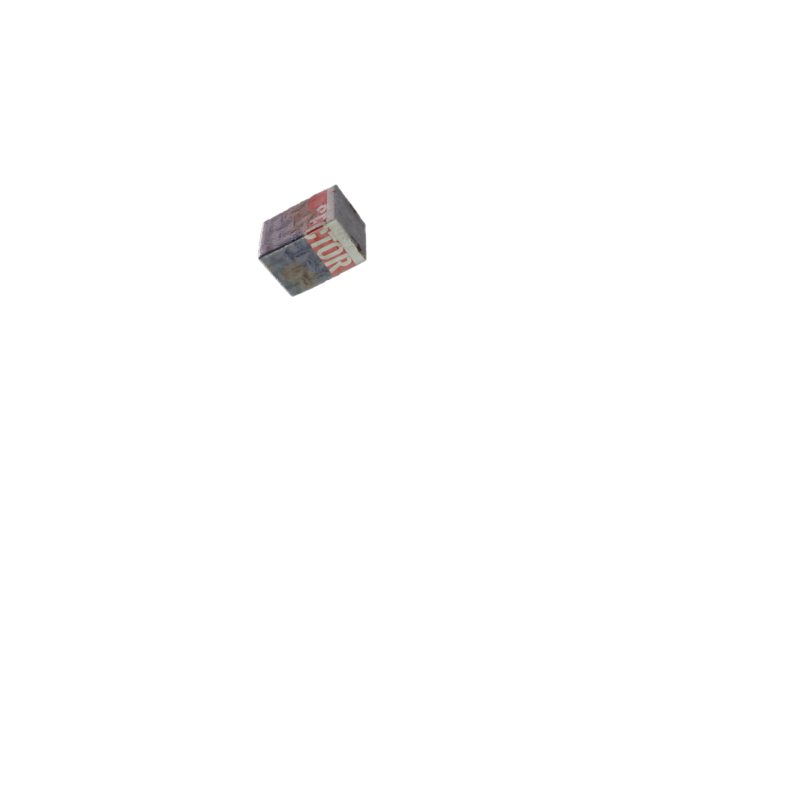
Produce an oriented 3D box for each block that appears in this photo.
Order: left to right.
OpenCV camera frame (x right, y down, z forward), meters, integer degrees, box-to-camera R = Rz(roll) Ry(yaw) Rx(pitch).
[{"bbox_3d":[-0.073,-0.134,0.939,0.078,0.049,0.055,-24,37,18],"label":"block"}]
